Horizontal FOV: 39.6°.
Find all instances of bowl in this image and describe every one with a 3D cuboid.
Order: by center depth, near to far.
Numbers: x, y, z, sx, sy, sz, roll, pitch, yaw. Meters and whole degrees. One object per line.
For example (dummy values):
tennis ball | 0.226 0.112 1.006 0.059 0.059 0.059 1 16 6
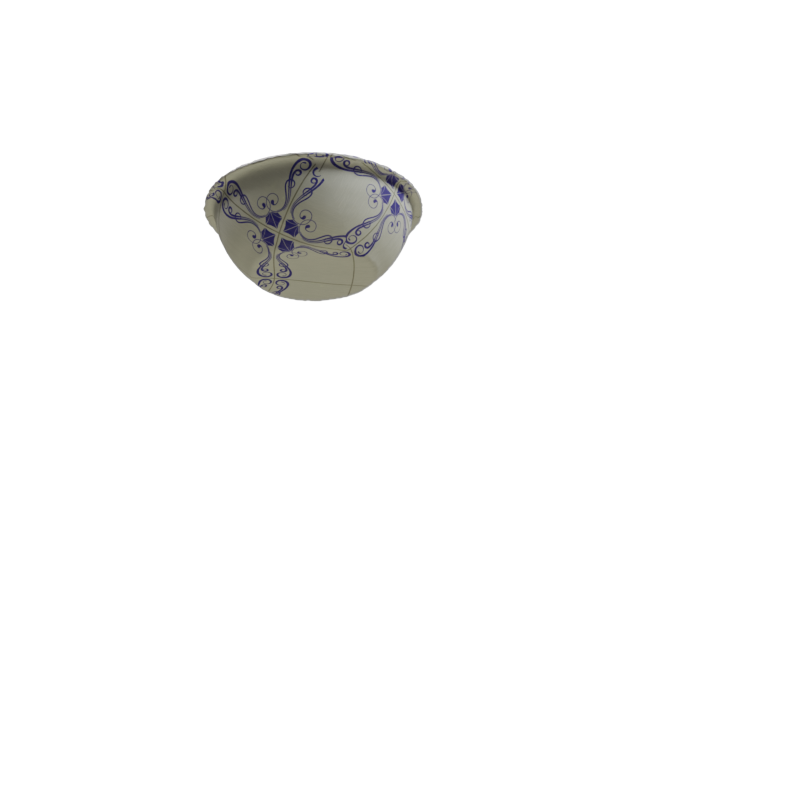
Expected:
bowl | -0.063 -0.116 0.811 0.162 0.058 0.154 1 -22 -2
